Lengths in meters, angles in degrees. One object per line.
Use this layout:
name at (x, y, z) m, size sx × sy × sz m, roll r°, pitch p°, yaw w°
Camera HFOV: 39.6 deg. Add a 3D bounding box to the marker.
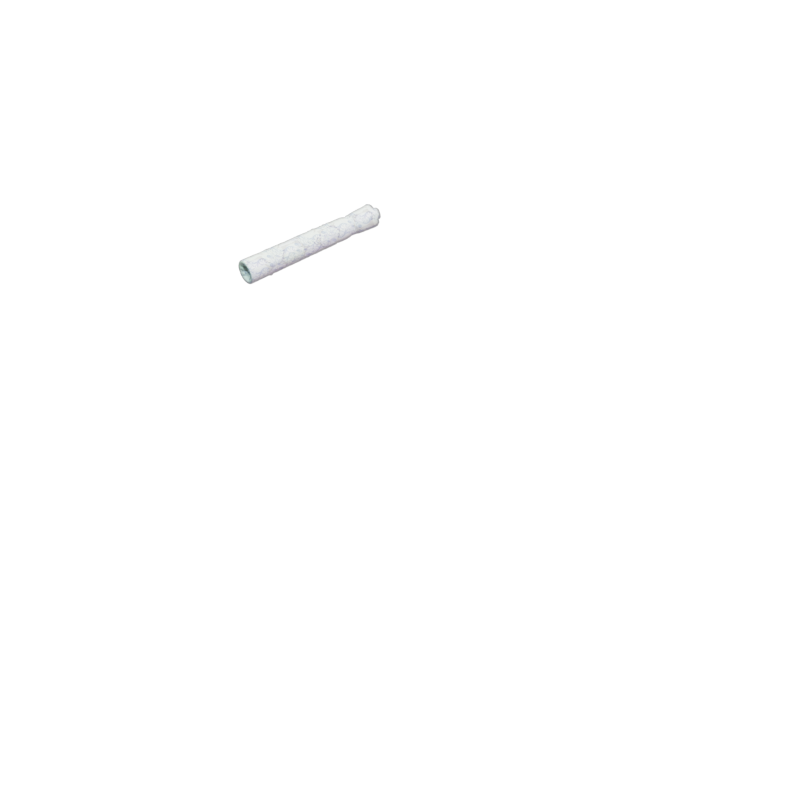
marker at (-0.065, -0.118, 0.826) m, size 0.120 × 0.019 × 0.020 m, roll -29°, pitch 17°, yaw -26°
